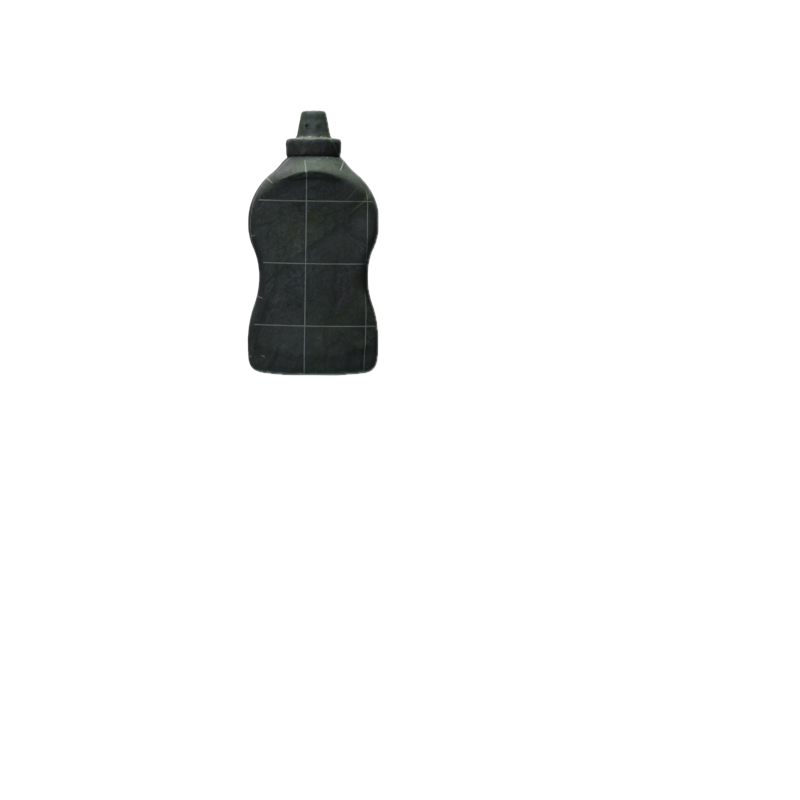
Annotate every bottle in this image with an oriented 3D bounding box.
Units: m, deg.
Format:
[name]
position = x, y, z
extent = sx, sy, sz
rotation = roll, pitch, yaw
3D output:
[bottle]
position = -0.064, -0.117, 0.818
extent = 0.096, 0.190, 0.059
rotation = 0, 4, 2
